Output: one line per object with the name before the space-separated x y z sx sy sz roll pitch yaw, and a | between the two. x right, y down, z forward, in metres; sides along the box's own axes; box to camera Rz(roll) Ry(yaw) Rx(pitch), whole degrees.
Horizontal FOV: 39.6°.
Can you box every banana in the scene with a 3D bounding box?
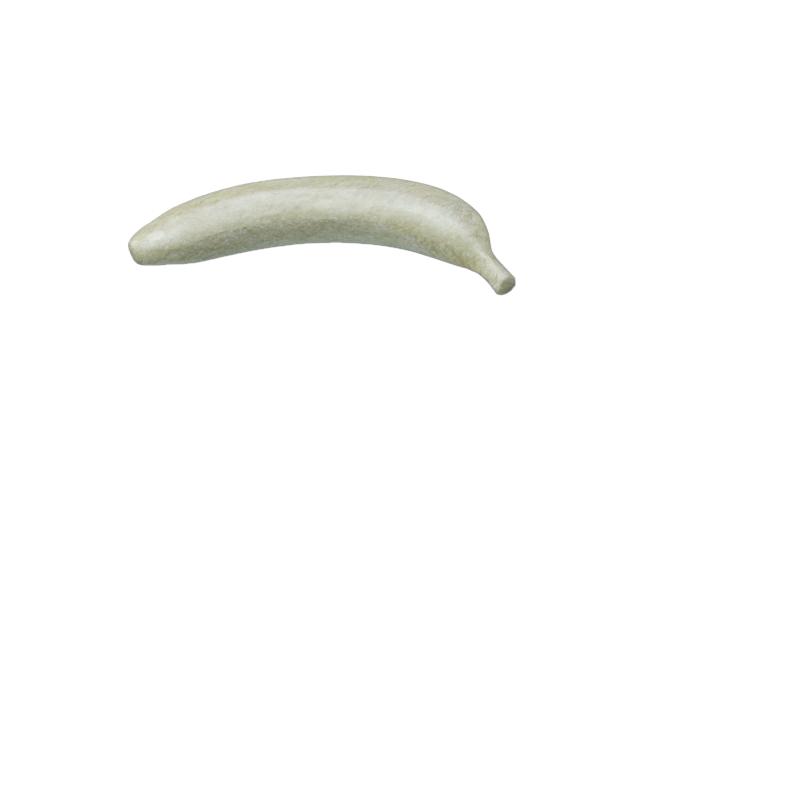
banana | -0.040 -0.092 0.582 0.199 0.034 0.074 3 36 4
